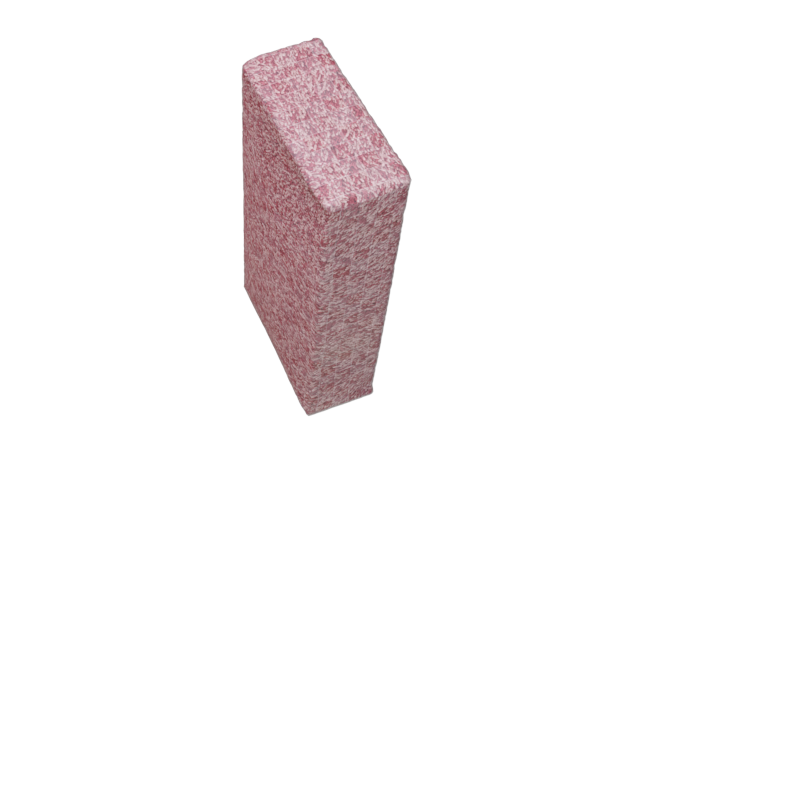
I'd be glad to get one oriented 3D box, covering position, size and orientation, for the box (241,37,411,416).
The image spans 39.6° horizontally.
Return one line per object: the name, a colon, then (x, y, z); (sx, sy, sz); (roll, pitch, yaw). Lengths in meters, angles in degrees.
box: (-0.042, -0.076, 0.531); (0.048, 0.100, 0.165); (-21, -28, -16)
